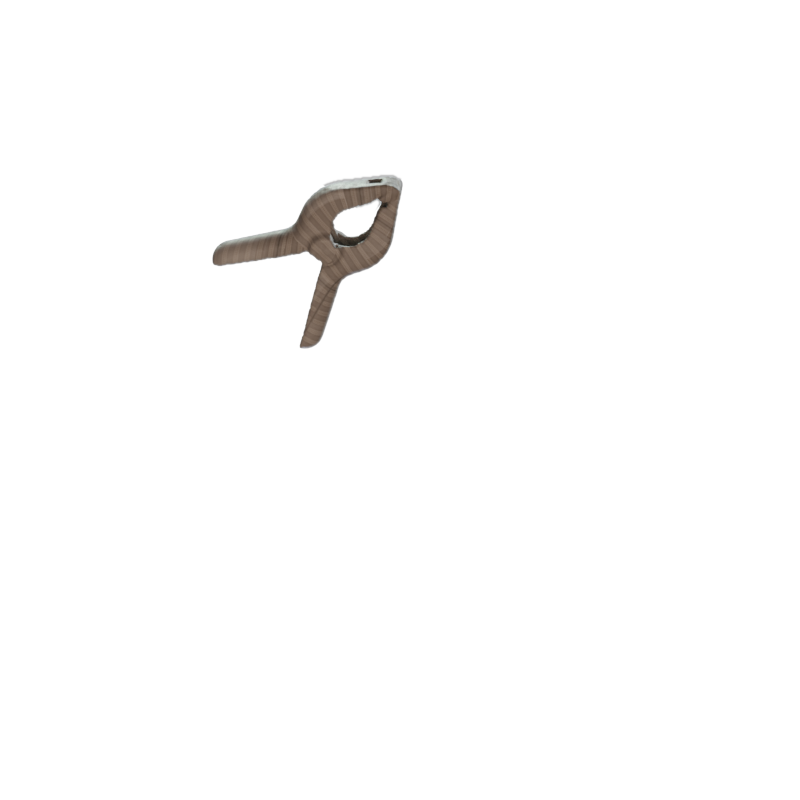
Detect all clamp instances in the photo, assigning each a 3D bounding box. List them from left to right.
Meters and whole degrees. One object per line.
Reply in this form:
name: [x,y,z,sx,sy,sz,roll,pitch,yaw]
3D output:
clamp: [-0.073,-0.133,0.929,0.116,0.168,0.041,35,21,-16]
